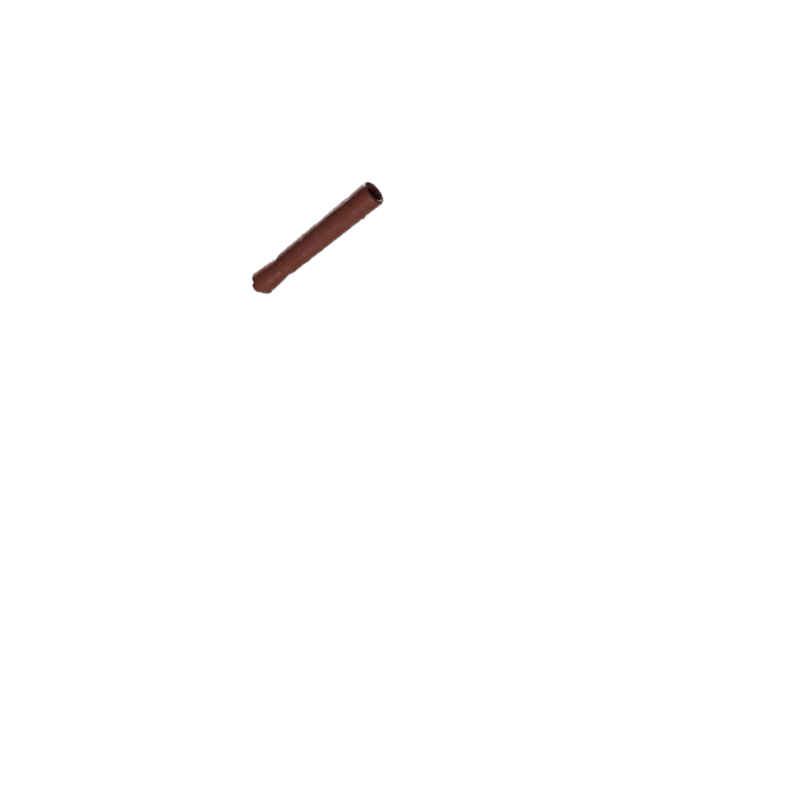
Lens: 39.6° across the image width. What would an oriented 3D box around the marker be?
[{"bbox_3d":[-0.061,-0.111,0.778,0.120,0.021,0.019,-34,-15,29],"label":"marker"}]
